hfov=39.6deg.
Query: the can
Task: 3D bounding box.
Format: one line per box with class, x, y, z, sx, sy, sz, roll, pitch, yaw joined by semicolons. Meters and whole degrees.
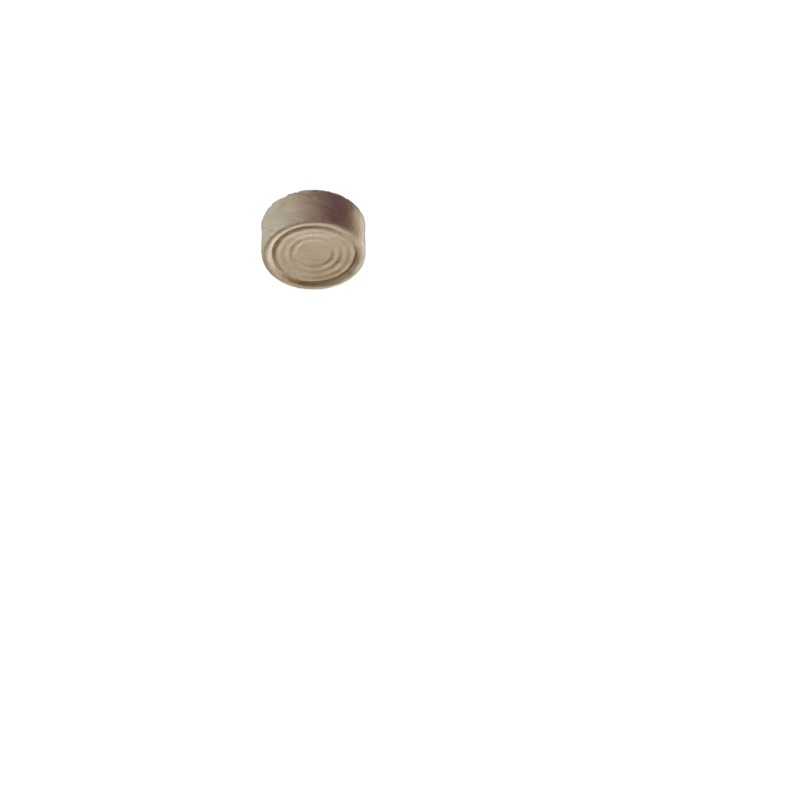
can;-0.070;-0.129;0.900;0.086;0.036;0.080;1;-39;-2
